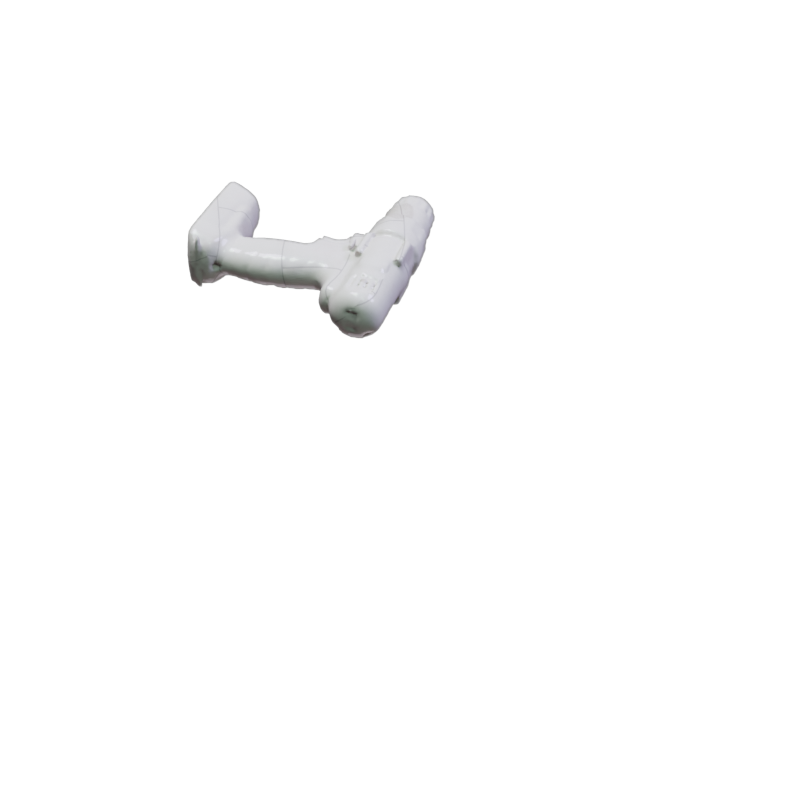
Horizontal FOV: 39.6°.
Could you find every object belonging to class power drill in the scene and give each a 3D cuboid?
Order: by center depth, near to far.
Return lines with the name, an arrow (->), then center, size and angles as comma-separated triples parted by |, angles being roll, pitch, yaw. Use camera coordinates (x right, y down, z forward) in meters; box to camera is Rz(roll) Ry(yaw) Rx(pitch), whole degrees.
power drill -> -0.075, -0.137, 0.959 | 0.193, 0.054, 0.192 | 12, 39, 15
